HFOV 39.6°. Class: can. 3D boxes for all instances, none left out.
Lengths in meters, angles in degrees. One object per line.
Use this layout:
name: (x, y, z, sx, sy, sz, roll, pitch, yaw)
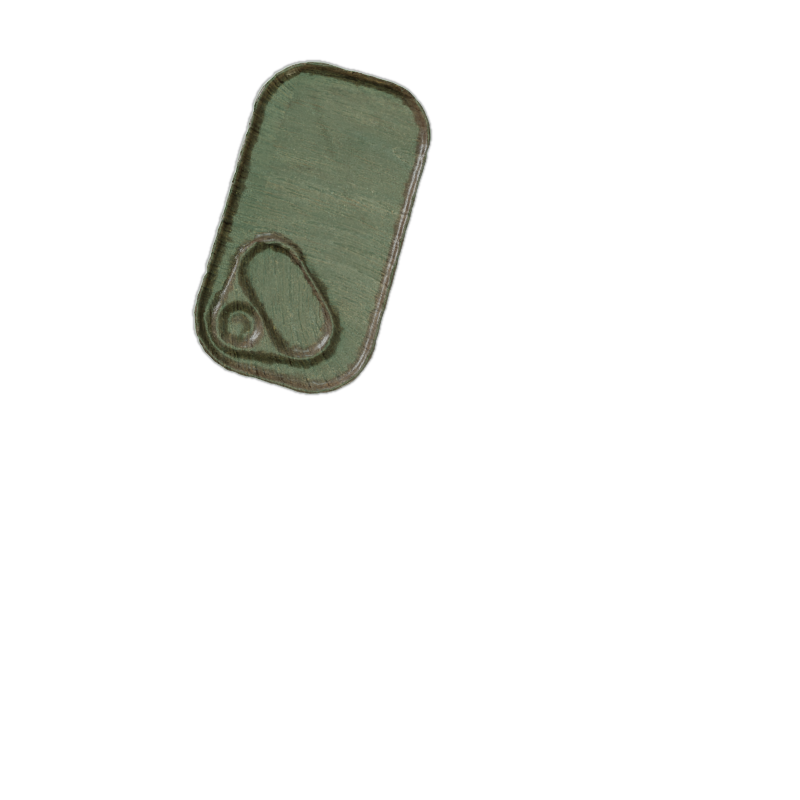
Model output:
can: (-0.030, -0.055, 0.384, 0.057, 0.103, 0.083, 15, -5, -2)
